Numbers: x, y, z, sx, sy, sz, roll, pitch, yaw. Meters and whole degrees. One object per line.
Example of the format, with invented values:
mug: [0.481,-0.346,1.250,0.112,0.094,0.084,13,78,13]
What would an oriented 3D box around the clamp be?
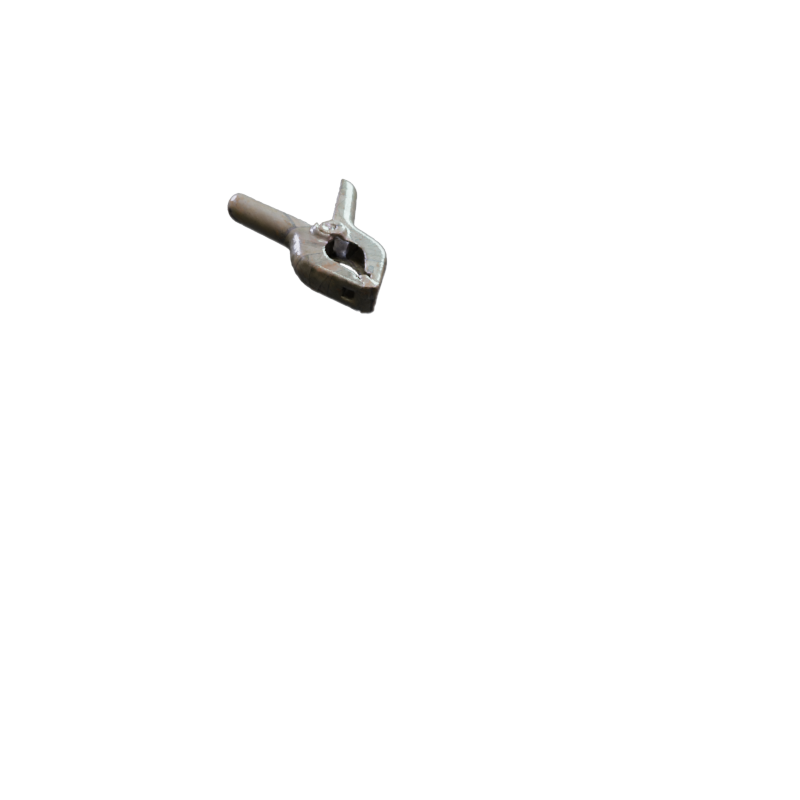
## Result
clamp: [-0.072,-0.132,0.924,0.118,0.037,0.185,-11,39,-14]
